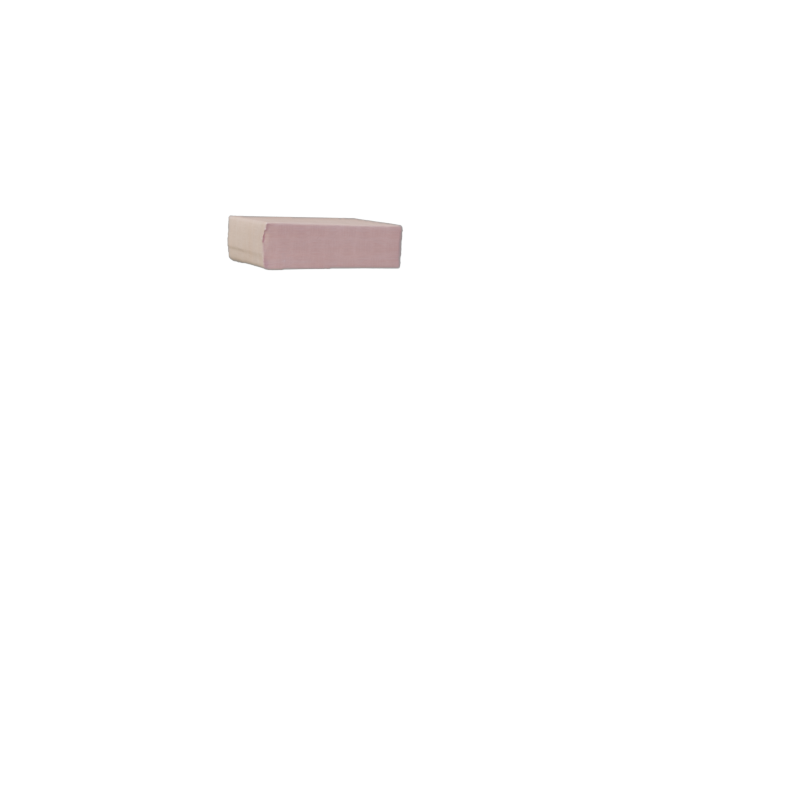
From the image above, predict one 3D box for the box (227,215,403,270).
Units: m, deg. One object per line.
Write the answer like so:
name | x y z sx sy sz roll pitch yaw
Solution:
box | -0.067 -0.122 0.854 0.111 0.038 0.094 -5 12 -23
